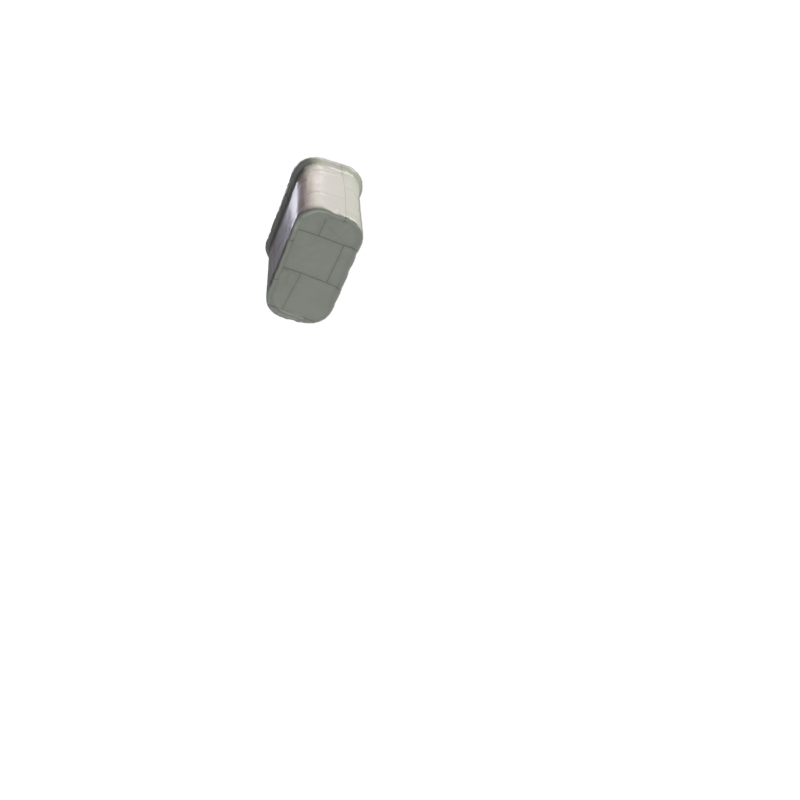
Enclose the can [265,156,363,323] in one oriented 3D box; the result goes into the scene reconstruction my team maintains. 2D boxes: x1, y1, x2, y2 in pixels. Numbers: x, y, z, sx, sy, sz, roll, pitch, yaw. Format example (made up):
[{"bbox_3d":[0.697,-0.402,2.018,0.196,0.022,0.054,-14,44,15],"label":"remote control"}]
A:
[{"bbox_3d":[-0.066,-0.120,0.841,0.056,0.098,0.089,17,30,-14],"label":"can"}]
